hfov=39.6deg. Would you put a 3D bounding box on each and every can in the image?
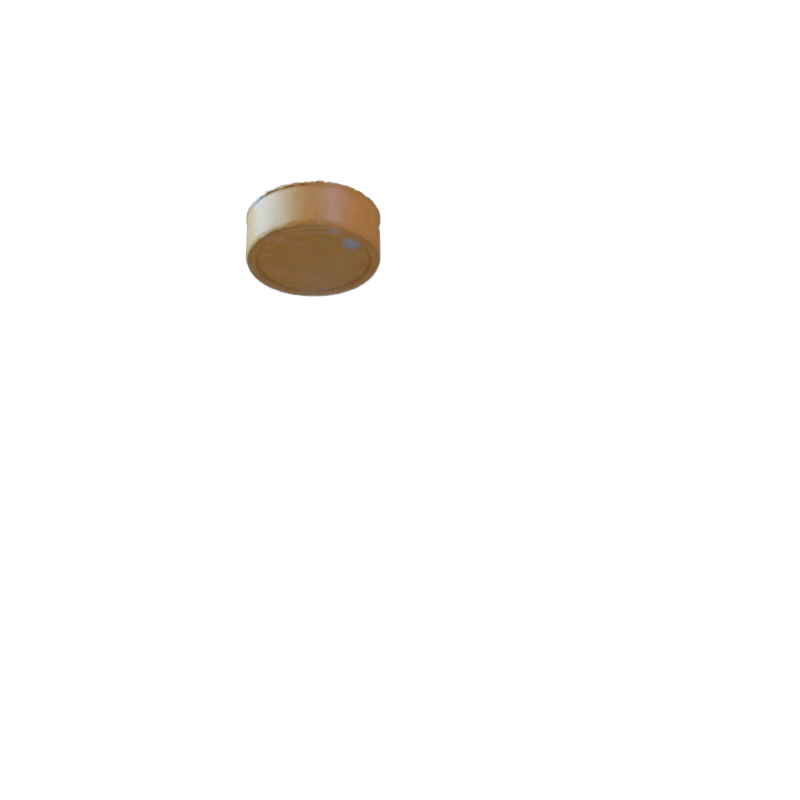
[{"bbox_3d":[-0.055,-0.100,0.698,0.086,0.036,0.081,1,-28,-2],"label":"can"}]
